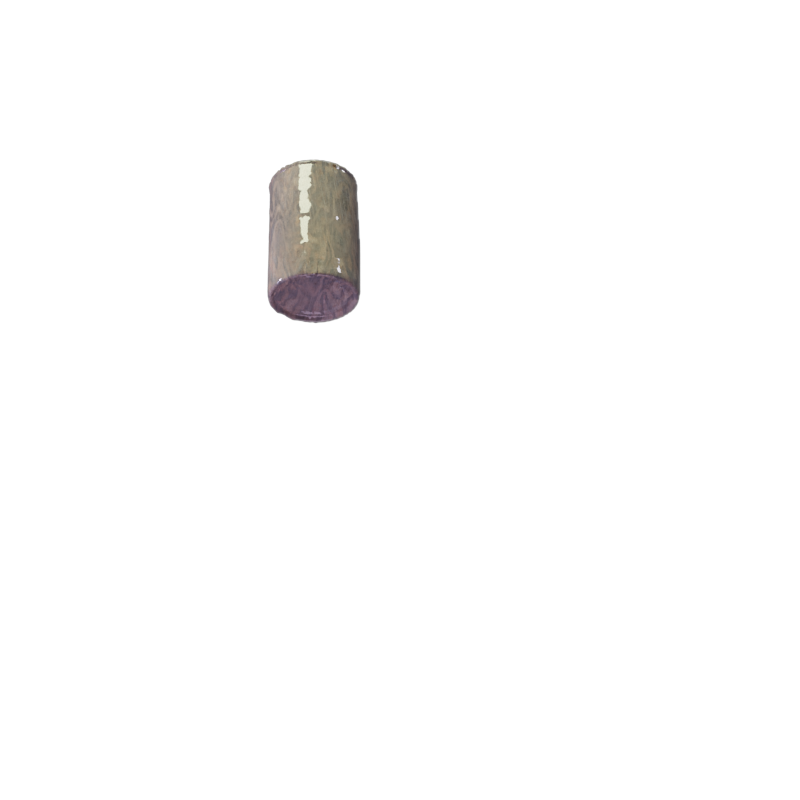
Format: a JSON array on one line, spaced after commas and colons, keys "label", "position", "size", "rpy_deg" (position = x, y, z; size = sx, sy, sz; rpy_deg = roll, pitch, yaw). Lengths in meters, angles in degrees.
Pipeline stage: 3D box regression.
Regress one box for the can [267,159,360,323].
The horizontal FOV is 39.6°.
[{"label": "can", "position": [-0.064, -0.117, 0.818], "size": [0.068, 0.109, 0.064], "rpy_deg": [-1, -32, -2]}]
